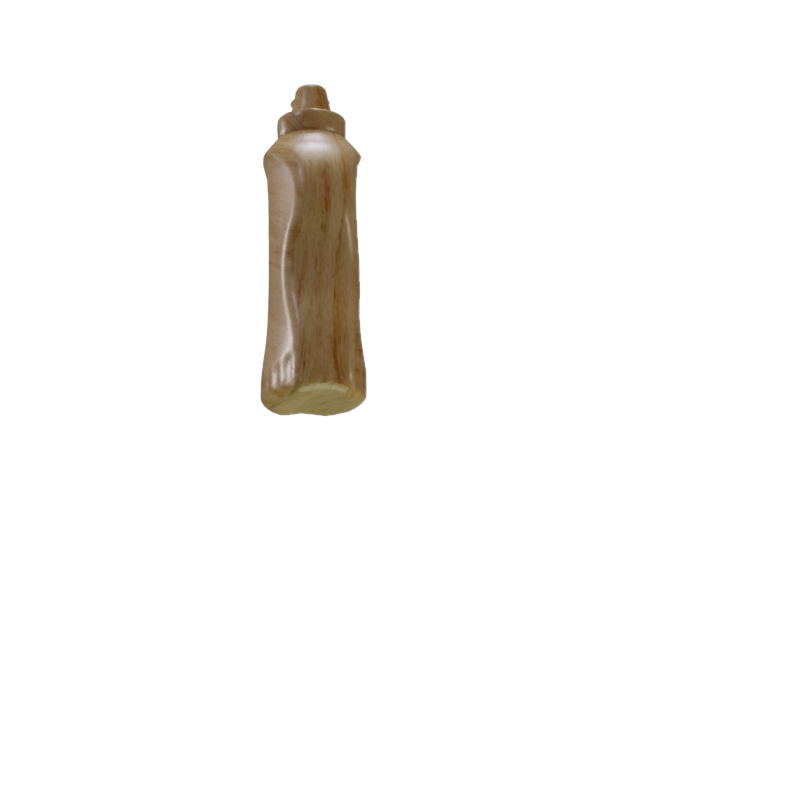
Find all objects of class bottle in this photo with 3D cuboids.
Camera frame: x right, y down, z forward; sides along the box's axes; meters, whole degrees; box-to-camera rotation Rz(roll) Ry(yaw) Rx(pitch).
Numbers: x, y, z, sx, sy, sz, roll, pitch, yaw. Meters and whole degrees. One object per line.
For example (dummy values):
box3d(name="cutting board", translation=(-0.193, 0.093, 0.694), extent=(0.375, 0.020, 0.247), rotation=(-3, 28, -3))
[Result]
box3d(name="bottle", translation=(-0.051, -0.092, 0.641), extent=(0.058, 0.199, 0.094), rotation=(1, -15, -9))
